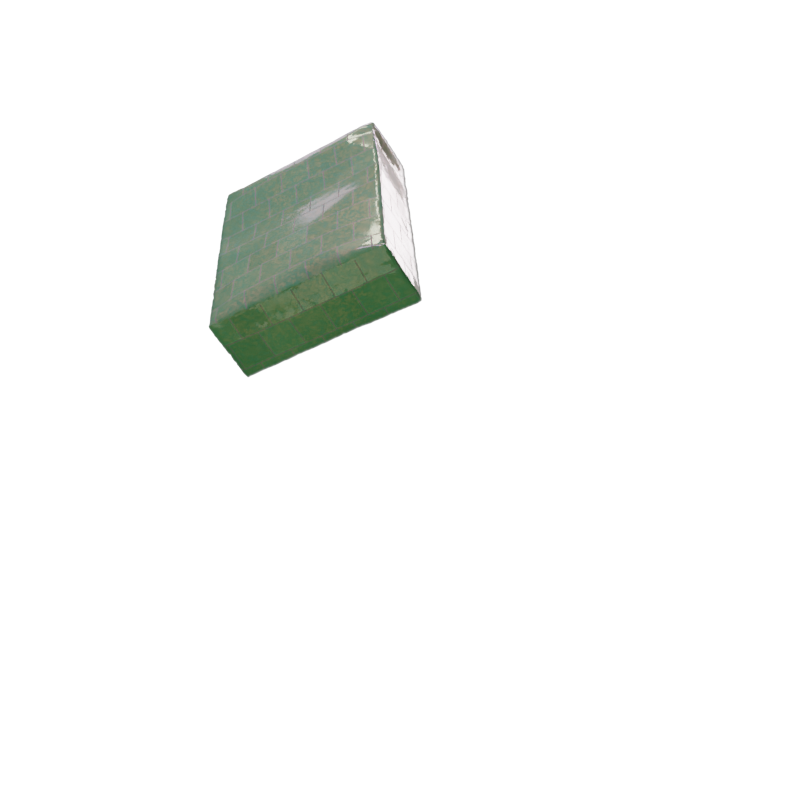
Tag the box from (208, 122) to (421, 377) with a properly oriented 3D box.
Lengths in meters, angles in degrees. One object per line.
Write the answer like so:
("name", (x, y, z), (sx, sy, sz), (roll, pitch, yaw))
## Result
("box", (-0.076, -0.138, 0.967), (0.164, 0.067, 0.229), (-24, 36, 15))
